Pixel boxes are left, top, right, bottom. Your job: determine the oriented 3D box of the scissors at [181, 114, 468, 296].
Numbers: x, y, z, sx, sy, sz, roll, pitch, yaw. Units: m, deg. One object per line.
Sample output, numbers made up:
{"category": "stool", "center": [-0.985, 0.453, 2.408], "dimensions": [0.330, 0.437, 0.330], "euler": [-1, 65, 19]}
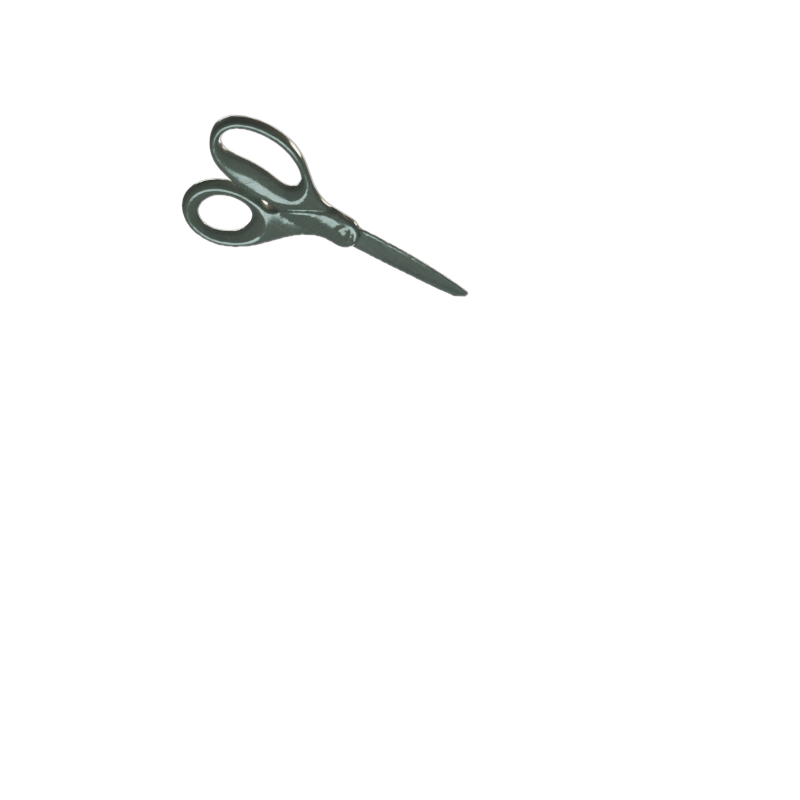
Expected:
{"category": "scissors", "center": [-0.056, -0.102, 0.716], "dimensions": [0.095, 0.191, 0.017], "euler": [-38, 26, 22]}
